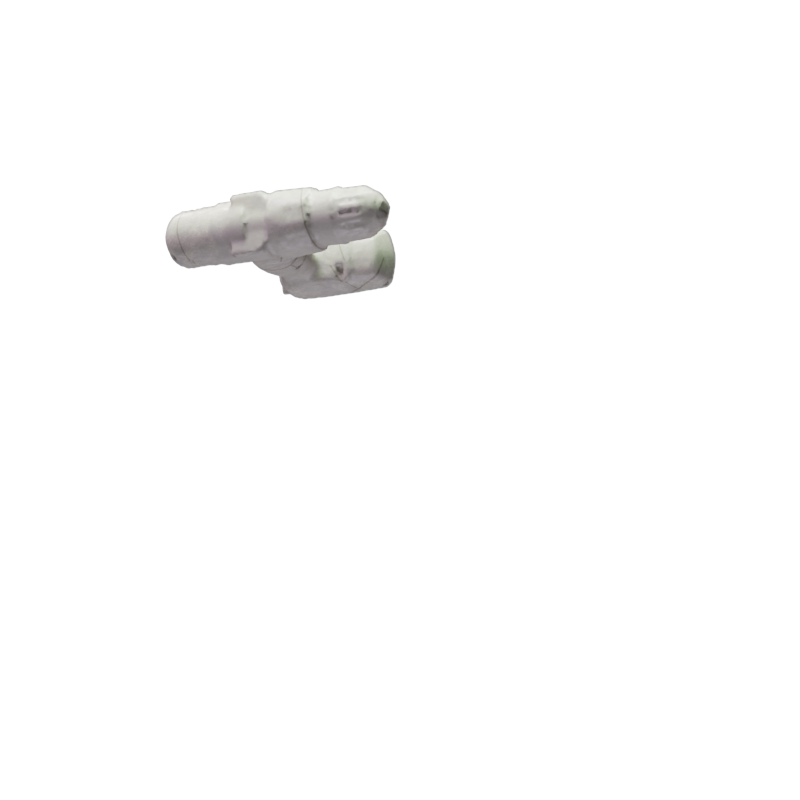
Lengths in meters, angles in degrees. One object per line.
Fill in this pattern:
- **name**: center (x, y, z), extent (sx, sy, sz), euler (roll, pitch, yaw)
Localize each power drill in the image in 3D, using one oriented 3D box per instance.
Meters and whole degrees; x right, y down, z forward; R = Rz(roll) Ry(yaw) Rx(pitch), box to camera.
- **power drill**: center (-0.071, -0.130, 0.908), extent (0.189, 0.059, 0.178), euler (-3, -7, 23)
